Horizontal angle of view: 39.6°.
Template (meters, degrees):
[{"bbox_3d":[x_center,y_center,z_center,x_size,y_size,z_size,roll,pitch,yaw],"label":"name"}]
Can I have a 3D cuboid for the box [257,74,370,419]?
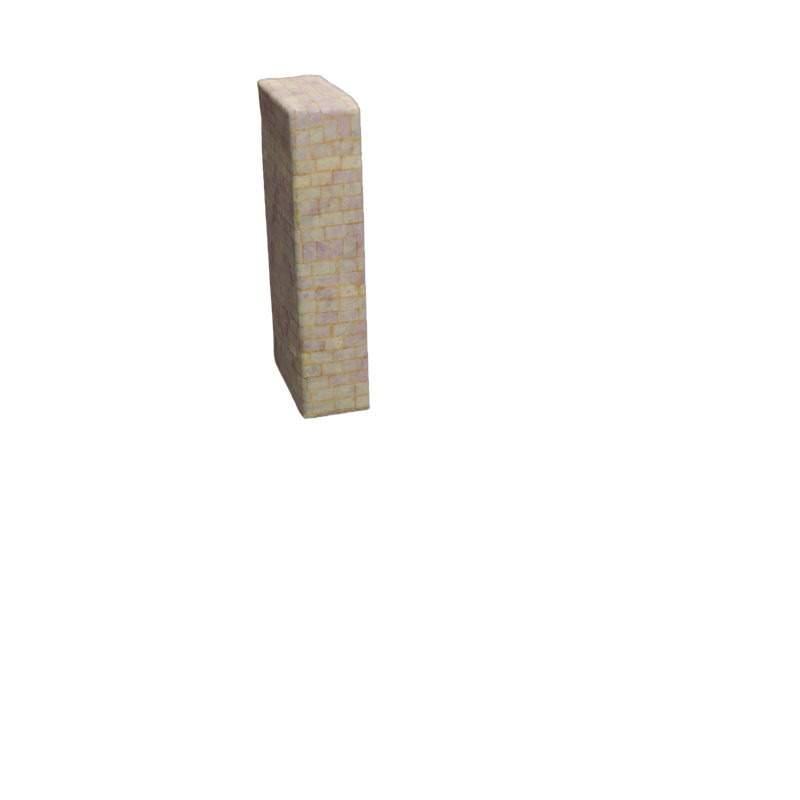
[{"bbox_3d":[-0.049,-0.090,0.632,0.047,0.168,0.099,-4,22,-16],"label":"box"}]
